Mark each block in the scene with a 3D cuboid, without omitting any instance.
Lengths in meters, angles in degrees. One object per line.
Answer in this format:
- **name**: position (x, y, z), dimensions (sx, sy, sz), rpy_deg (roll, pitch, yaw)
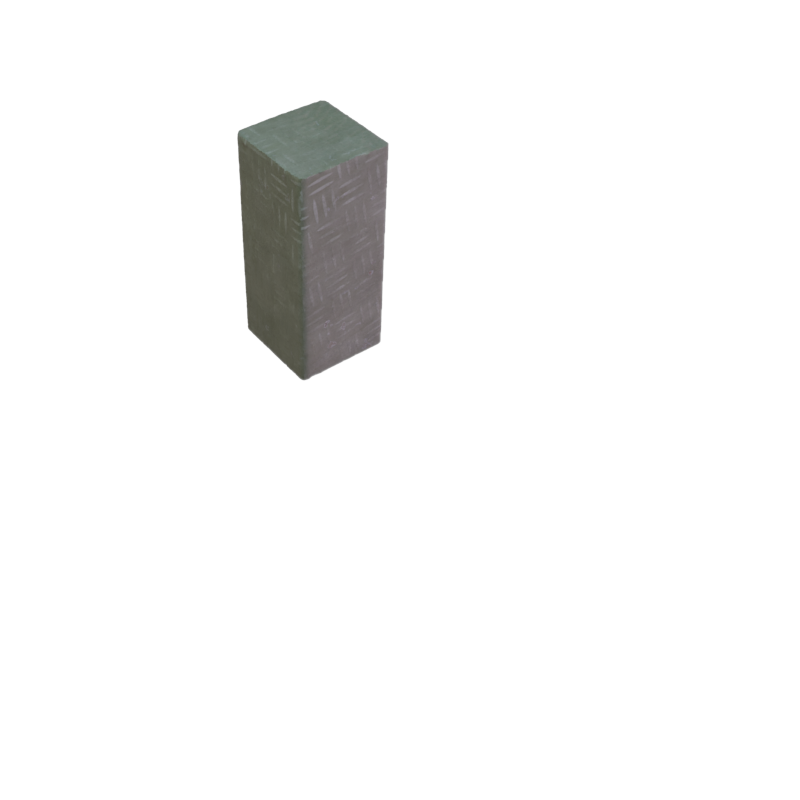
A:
- **block**: position (-0.074, -0.133, 0.932), dimensions (0.090, 0.192, 0.097), rpy_deg (-25, 48, -29)
